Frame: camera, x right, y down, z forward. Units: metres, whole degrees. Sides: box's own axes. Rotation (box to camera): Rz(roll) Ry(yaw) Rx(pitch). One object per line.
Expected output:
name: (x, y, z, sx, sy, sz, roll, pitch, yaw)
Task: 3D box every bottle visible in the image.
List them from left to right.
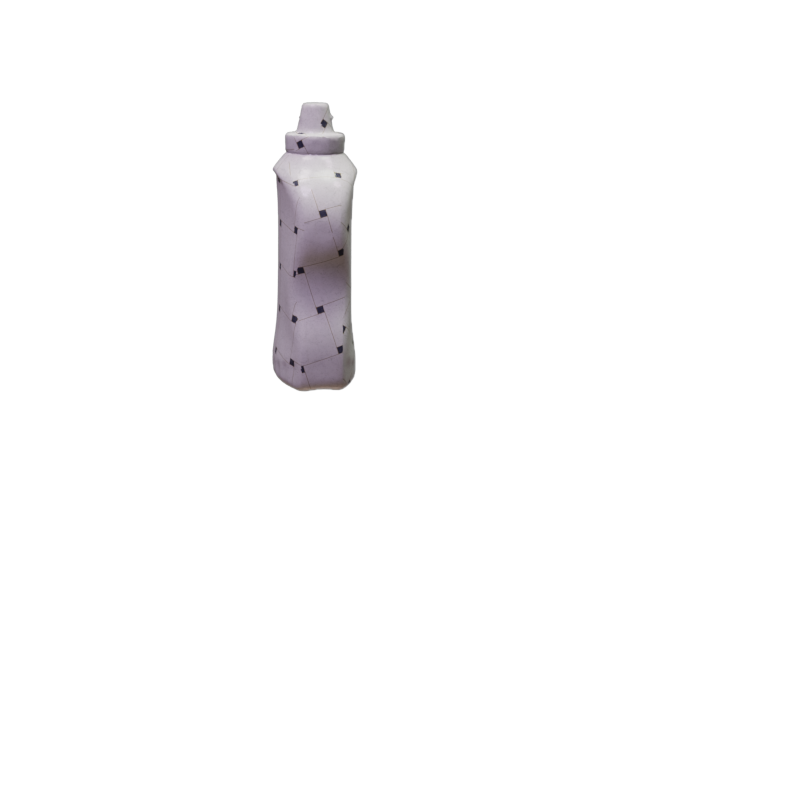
bottle: (-0.060, -0.110, 0.770, 0.058, 0.187, 0.100, -1, 12, -9)
